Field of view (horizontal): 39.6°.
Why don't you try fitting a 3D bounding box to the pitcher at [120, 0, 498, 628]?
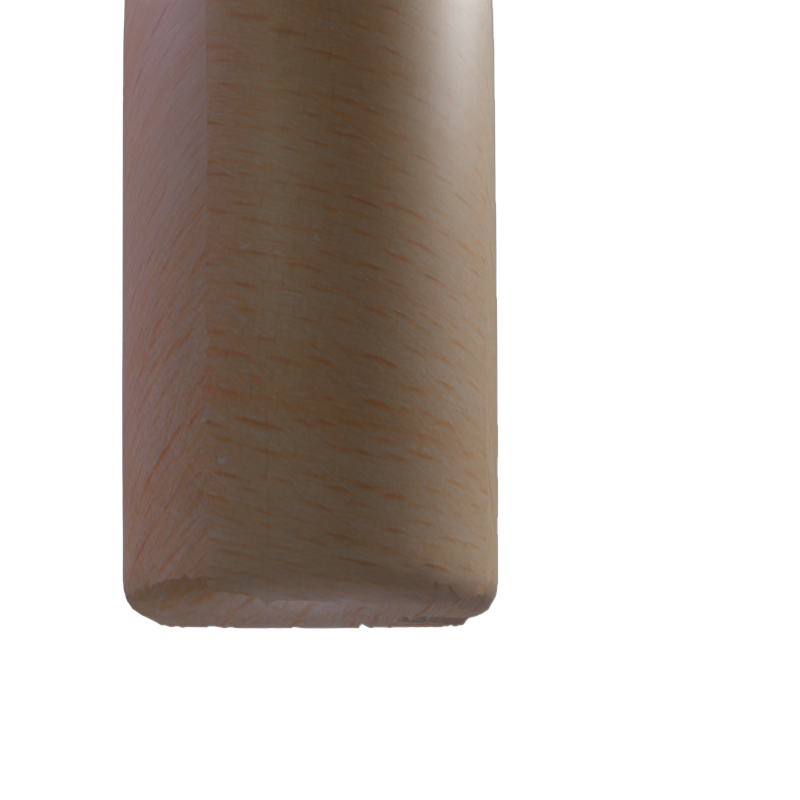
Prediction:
[{"bbox_3d":[-0.029,-0.053,0.370,0.147,0.254,0.141,-18,-24,42],"label":"pitcher"}]
